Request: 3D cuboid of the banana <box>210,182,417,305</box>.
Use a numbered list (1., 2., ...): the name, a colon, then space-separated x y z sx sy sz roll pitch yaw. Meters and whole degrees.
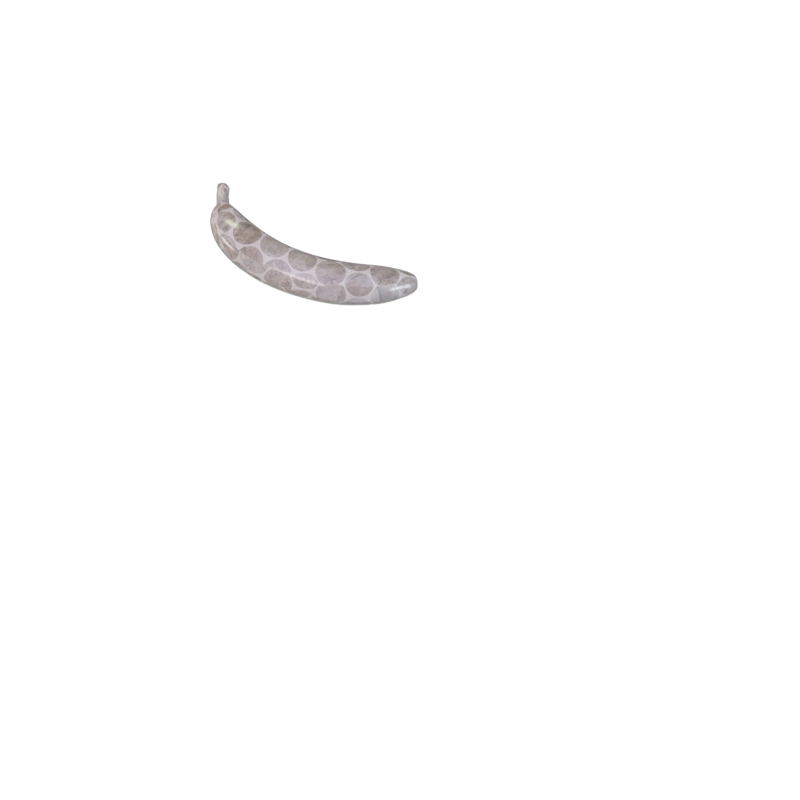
1. banana: -0.085 -0.120 0.927 0.203 0.071 0.035 28 -21 12
